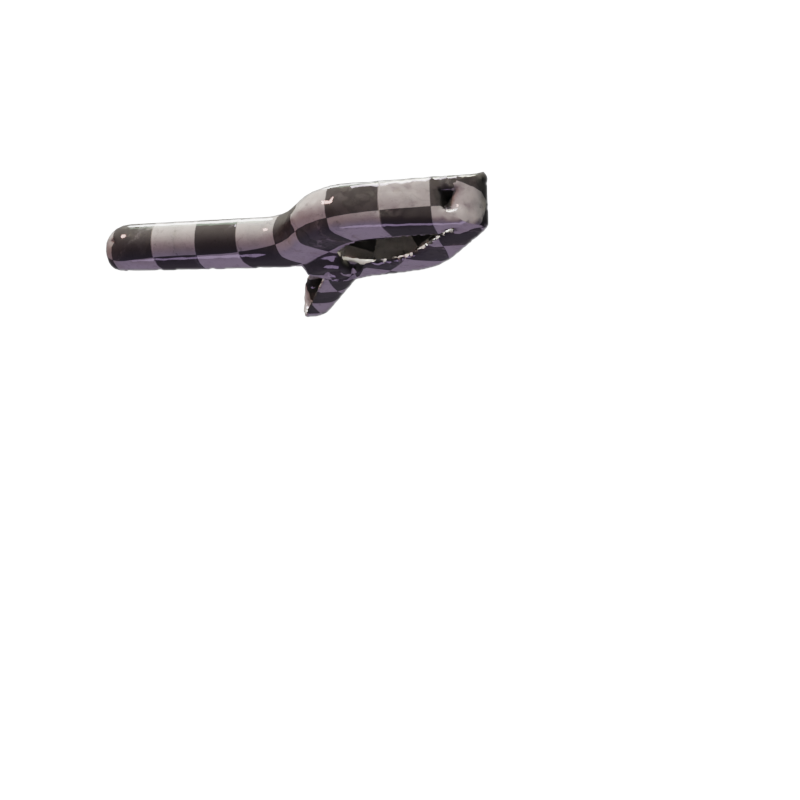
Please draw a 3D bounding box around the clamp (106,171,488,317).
[{"bbox_3d":[-0.047,-0.085,0.595,0.156,0.038,0.214,8,-12,-39],"label":"clamp"}]
